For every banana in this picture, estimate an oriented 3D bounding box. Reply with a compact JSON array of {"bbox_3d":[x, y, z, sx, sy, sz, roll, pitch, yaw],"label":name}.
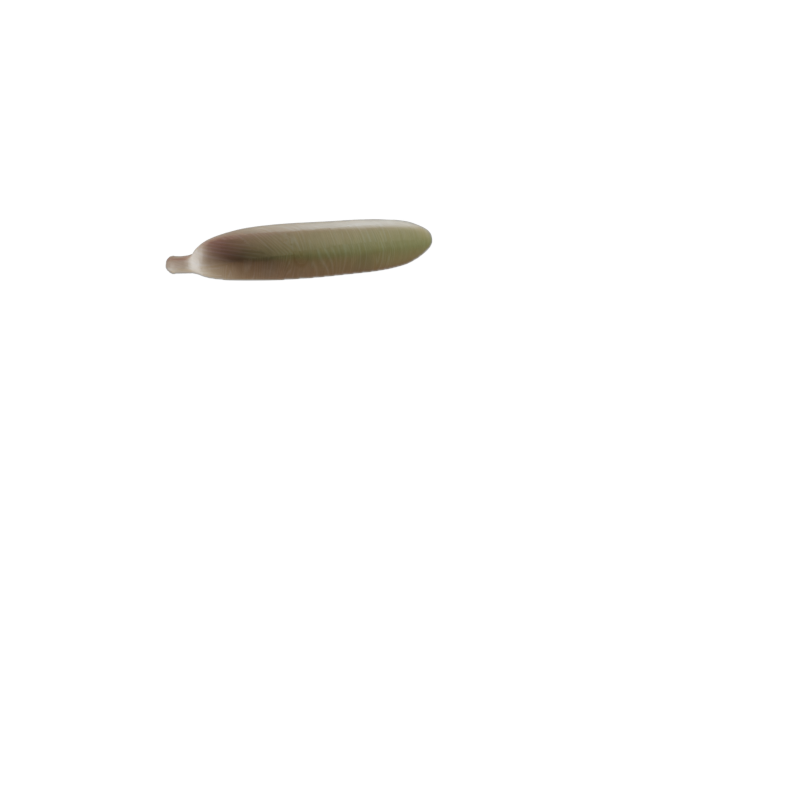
[{"bbox_3d":[-0.056,-0.105,0.755,0.193,0.036,0.073,-7,17,-21],"label":"banana"}]
